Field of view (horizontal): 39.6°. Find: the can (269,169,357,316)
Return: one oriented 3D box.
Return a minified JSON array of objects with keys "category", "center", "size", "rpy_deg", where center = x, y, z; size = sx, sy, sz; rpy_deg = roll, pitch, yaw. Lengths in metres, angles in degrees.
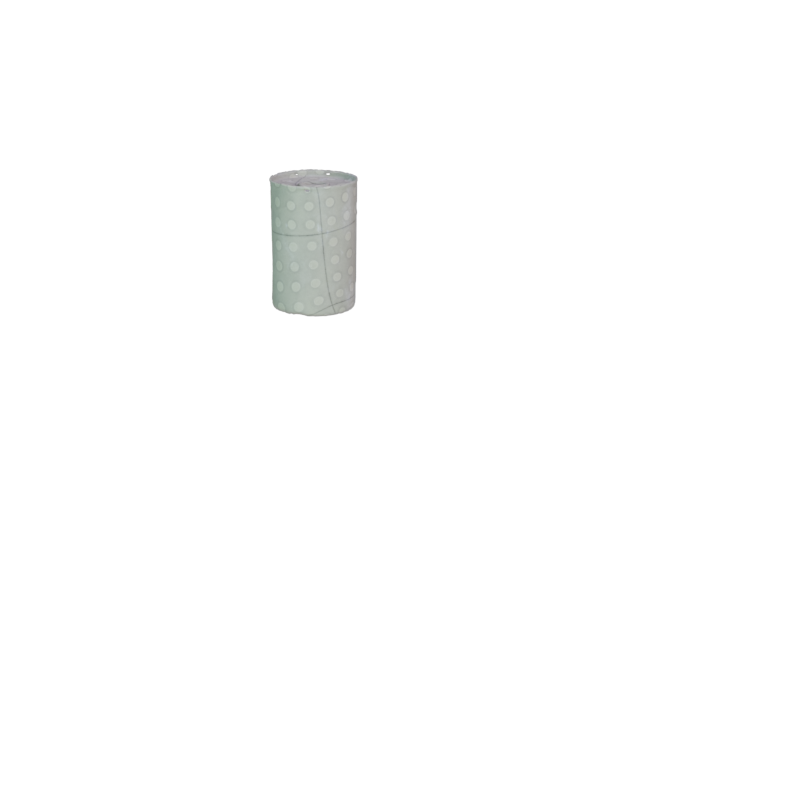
[{"category":"can","center":[-0.067,-0.123,0.861],"size":[0.068,0.099,0.071],"rpy_deg":[0,17,-2]}]
